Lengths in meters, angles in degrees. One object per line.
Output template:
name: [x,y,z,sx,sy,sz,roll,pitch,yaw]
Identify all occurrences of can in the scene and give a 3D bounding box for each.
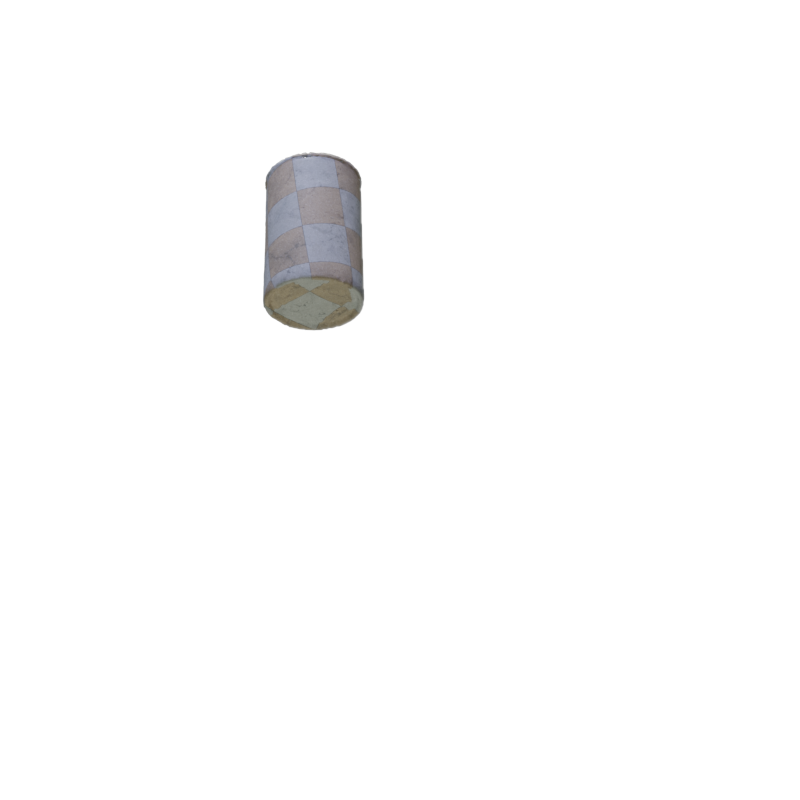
can: [-0.059,-0.107,0.751,0.068,0.109,0.064,-1,-32,-2]
